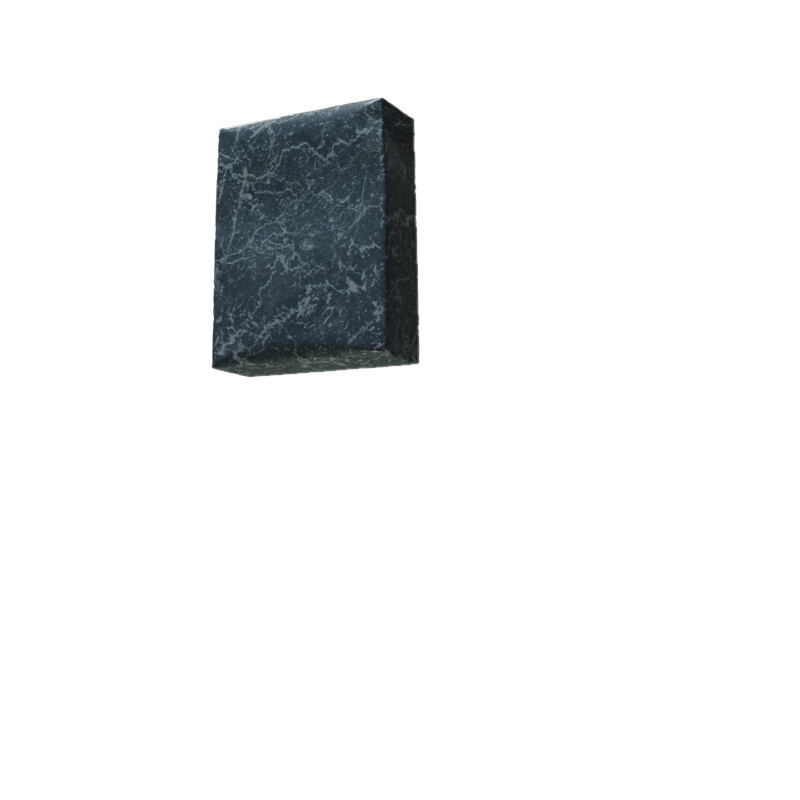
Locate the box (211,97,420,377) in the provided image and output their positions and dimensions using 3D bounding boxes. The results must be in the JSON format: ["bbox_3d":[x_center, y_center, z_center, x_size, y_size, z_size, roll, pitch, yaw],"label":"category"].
[{"bbox_3d":[-0.073,-0.133,0.928,0.168,0.221,0.068,-6,-14,26],"label":"box"}]
